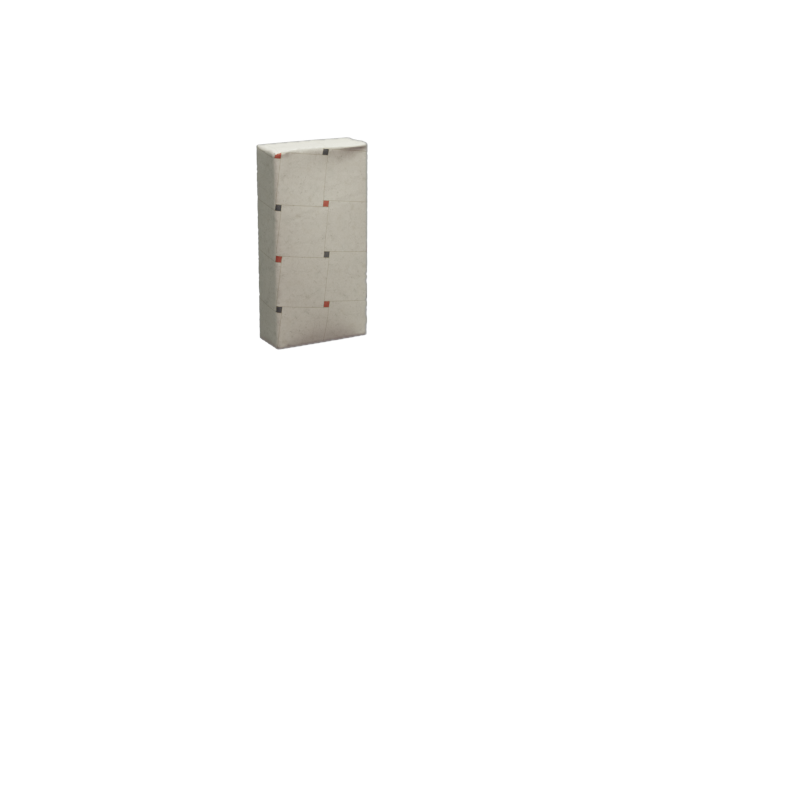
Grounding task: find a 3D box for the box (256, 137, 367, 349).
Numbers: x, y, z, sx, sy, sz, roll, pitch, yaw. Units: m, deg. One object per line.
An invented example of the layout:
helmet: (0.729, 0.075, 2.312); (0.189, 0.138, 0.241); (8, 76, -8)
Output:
box: (-0.076, -0.139, 0.976); (0.091, 0.169, 0.051); (-9, 20, -28)
